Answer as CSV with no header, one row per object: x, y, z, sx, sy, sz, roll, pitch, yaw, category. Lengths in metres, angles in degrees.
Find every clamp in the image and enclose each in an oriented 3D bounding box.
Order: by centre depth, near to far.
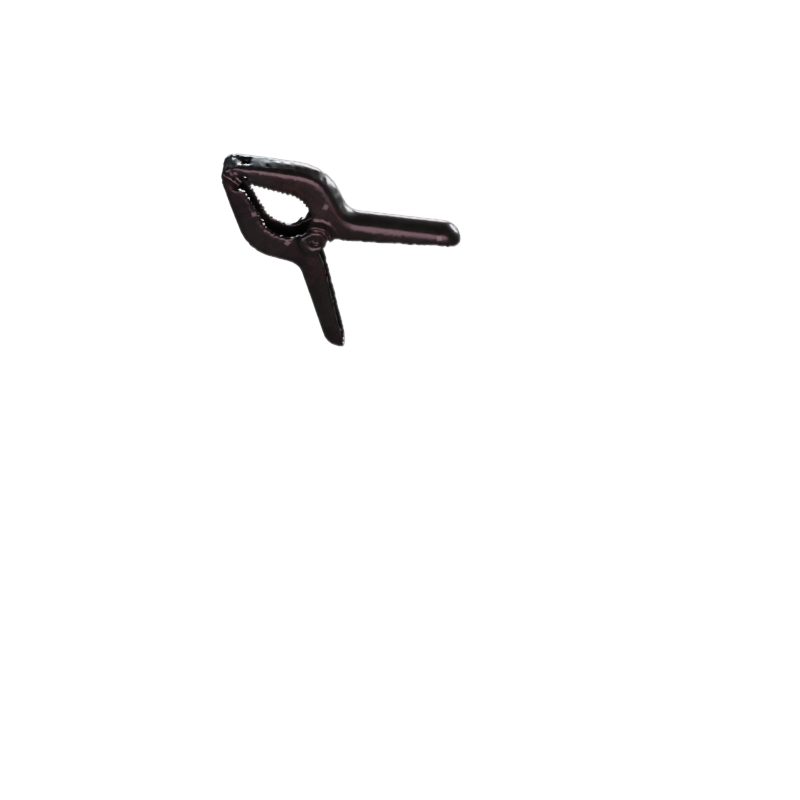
-0.076,-0.139,0.974,0.201,0.160,0.039,29,30,-19,clamp
